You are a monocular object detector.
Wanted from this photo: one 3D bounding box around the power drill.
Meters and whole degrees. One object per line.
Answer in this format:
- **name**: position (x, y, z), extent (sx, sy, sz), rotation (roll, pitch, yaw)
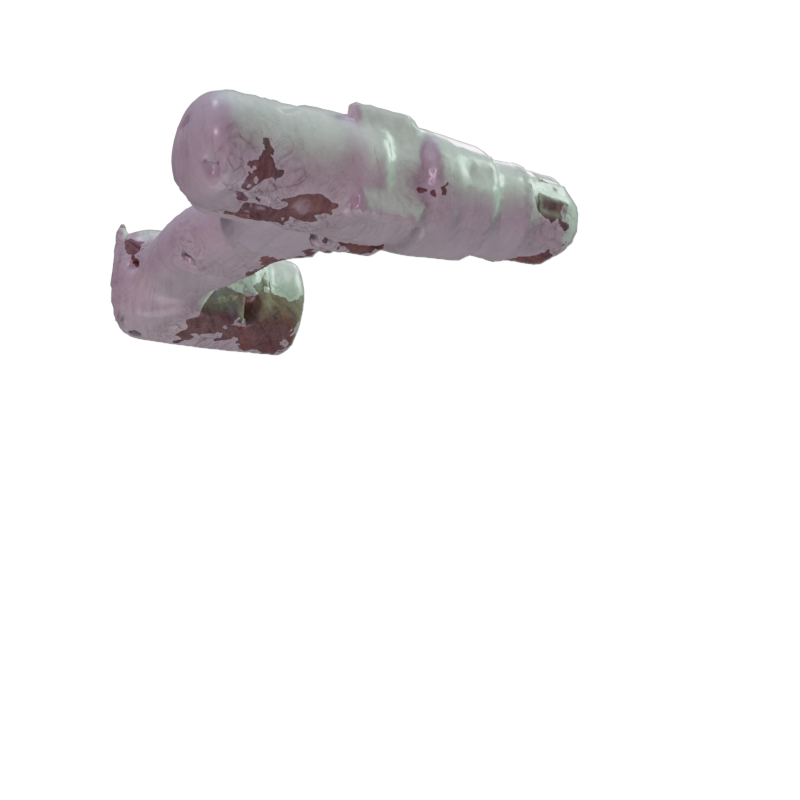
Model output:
- **power drill**: position (-0.040, -0.072, 0.508), extent (0.177, 0.060, 0.187), rotation (10, -20, -29)
